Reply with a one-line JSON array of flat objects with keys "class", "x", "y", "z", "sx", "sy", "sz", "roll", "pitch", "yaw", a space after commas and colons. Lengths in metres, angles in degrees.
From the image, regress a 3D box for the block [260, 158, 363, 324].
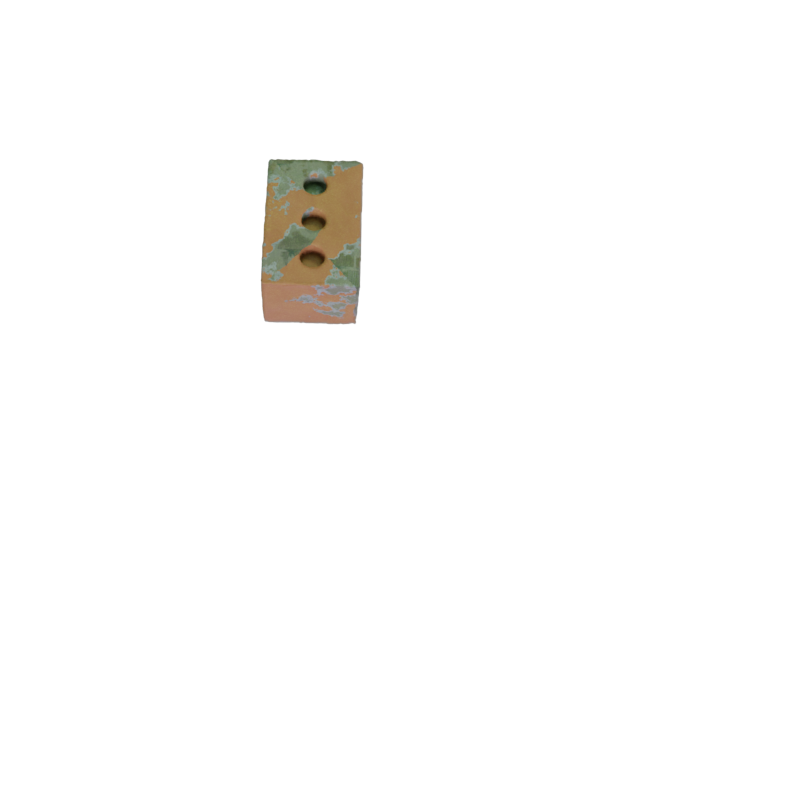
[{"class": "block", "x": -0.047, "y": -0.086, "z": 0.603, "sx": 0.053, "sy": 0.083, "sz": 0.048, "roll": 1, "pitch": -25, "yaw": -2}]
